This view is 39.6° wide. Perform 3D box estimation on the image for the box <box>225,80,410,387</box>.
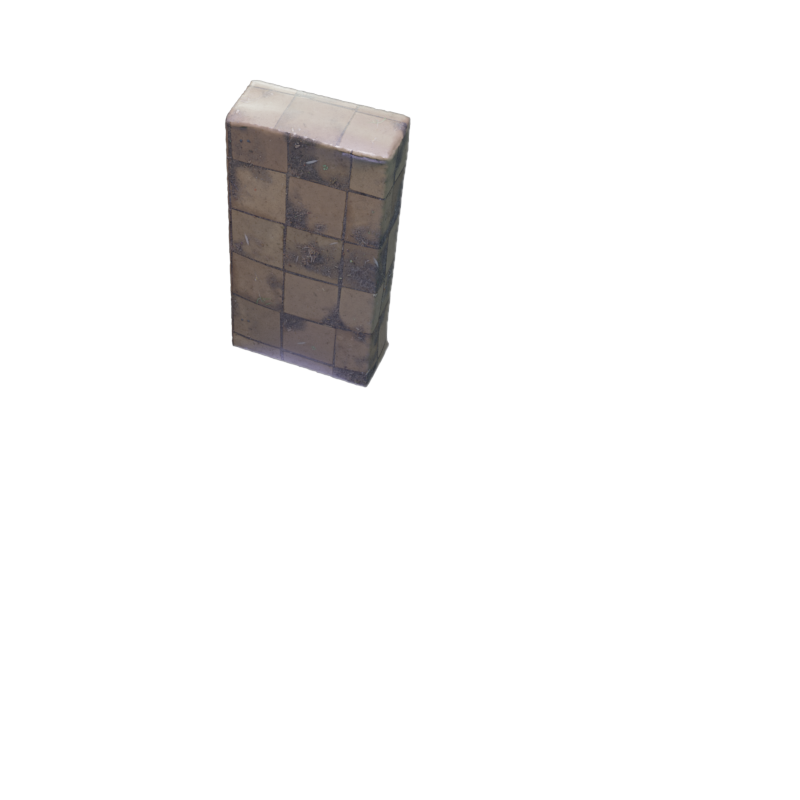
[{"bbox_3d":[-0.050,-0.090,0.630,0.096,0.050,0.164,17,-41,12],"label":"box"}]
